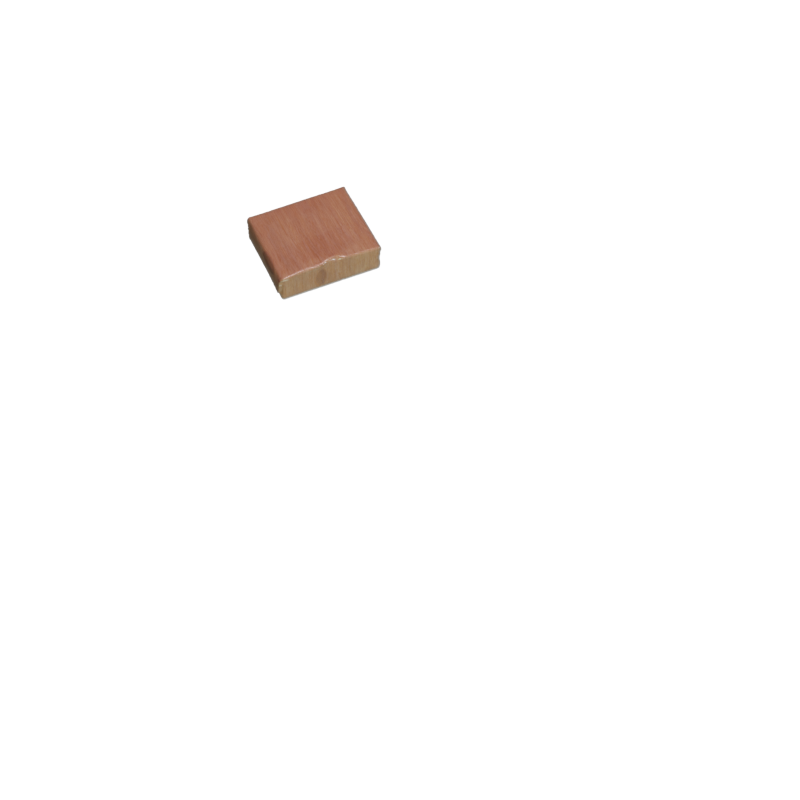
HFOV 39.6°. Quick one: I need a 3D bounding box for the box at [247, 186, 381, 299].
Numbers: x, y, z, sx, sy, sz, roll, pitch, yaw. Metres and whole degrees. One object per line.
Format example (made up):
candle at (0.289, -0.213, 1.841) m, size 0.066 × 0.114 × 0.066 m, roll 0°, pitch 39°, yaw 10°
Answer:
box at (-0.070, -0.128, 0.899) m, size 0.089 × 0.079 × 0.028 m, roll -20°, pitch -35°, yaw -15°
